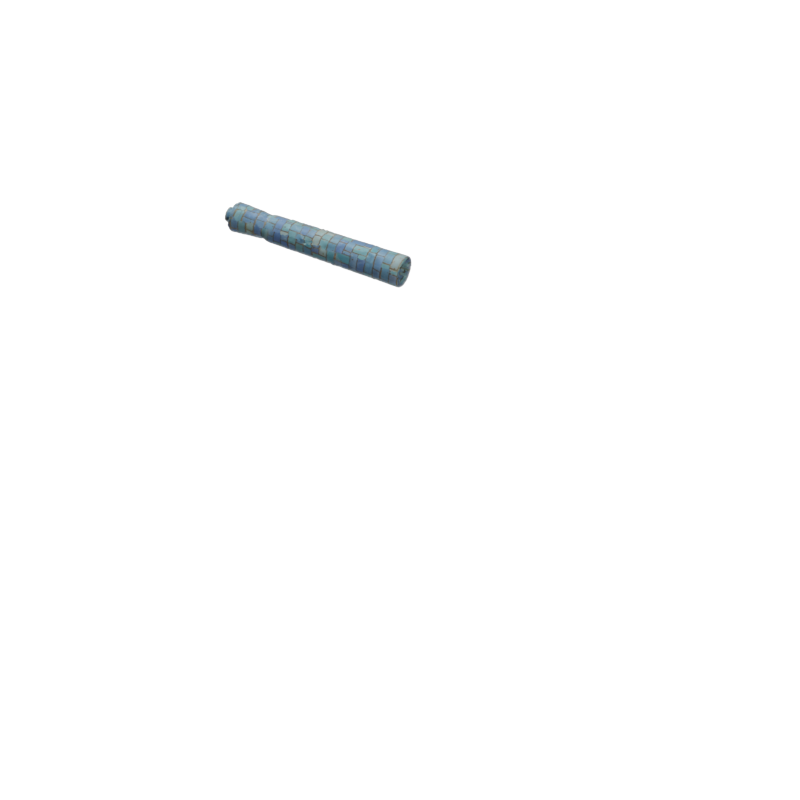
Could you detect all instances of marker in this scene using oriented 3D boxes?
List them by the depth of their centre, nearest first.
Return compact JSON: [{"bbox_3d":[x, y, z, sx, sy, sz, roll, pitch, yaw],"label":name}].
[{"bbox_3d":[-0.051,-0.094,0.657,0.126,0.019,0.019,21,12,24],"label":"marker"}]
